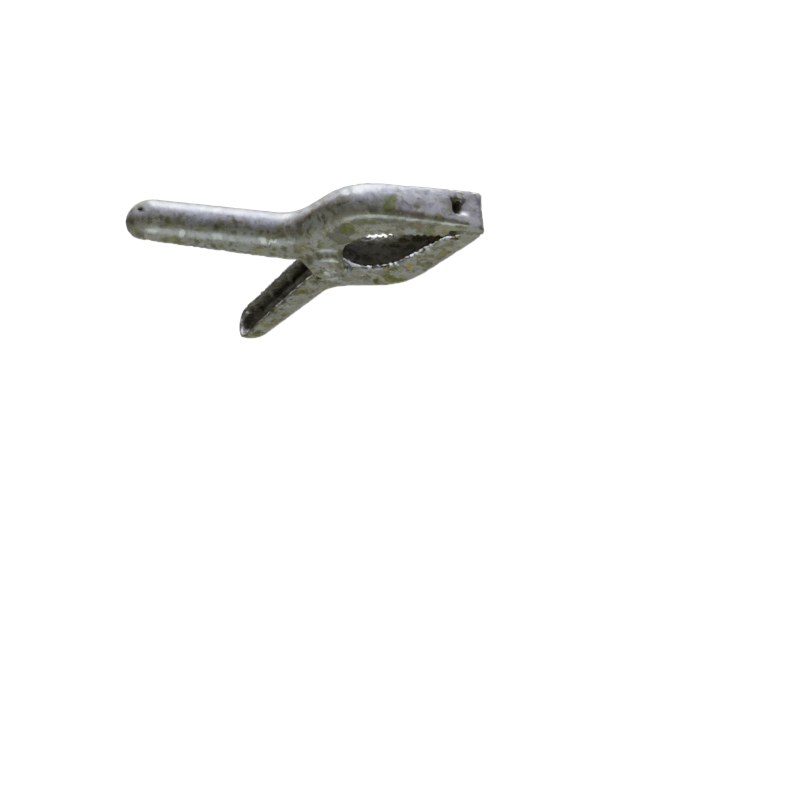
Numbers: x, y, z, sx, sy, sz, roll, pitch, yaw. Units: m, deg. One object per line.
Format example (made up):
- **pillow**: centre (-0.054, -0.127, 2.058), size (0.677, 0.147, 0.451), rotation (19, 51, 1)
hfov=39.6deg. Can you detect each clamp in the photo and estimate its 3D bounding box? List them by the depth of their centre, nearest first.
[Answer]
- **clamp**: centre (-0.054, -0.099, 0.694), size (0.213, 0.039, 0.153), rotation (-13, -27, 26)
